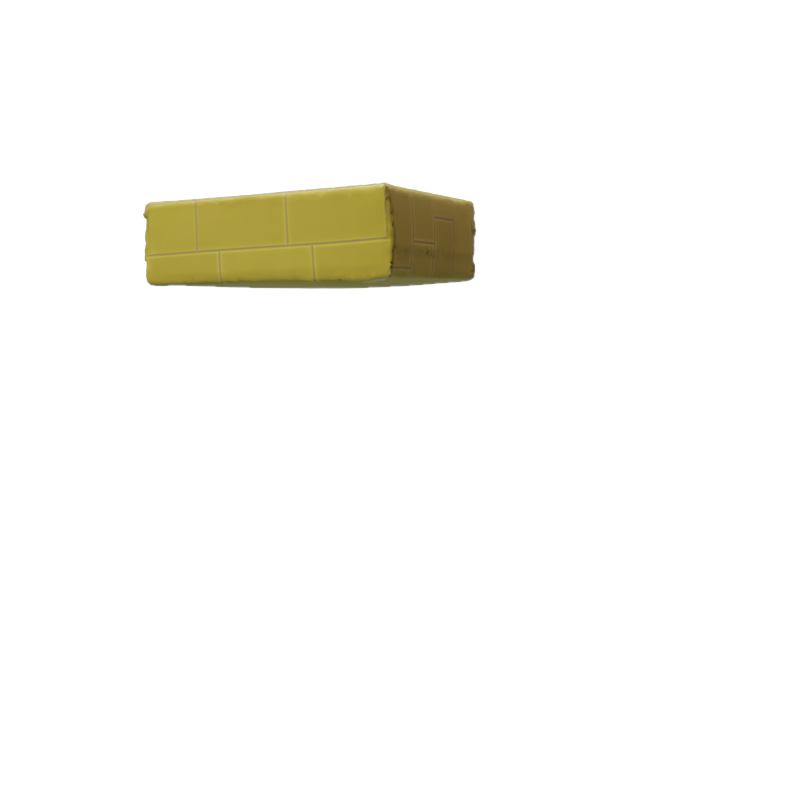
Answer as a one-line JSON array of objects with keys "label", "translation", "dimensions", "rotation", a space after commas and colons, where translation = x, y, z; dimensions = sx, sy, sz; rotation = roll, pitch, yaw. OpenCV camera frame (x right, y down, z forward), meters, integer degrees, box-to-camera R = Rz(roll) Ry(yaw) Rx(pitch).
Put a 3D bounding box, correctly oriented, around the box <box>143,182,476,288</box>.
[{"label": "box", "translation": [-0.036, -0.066, 0.464], "dimensions": [0.117, 0.039, 0.087], "rotation": [3, 6, 27]}]
